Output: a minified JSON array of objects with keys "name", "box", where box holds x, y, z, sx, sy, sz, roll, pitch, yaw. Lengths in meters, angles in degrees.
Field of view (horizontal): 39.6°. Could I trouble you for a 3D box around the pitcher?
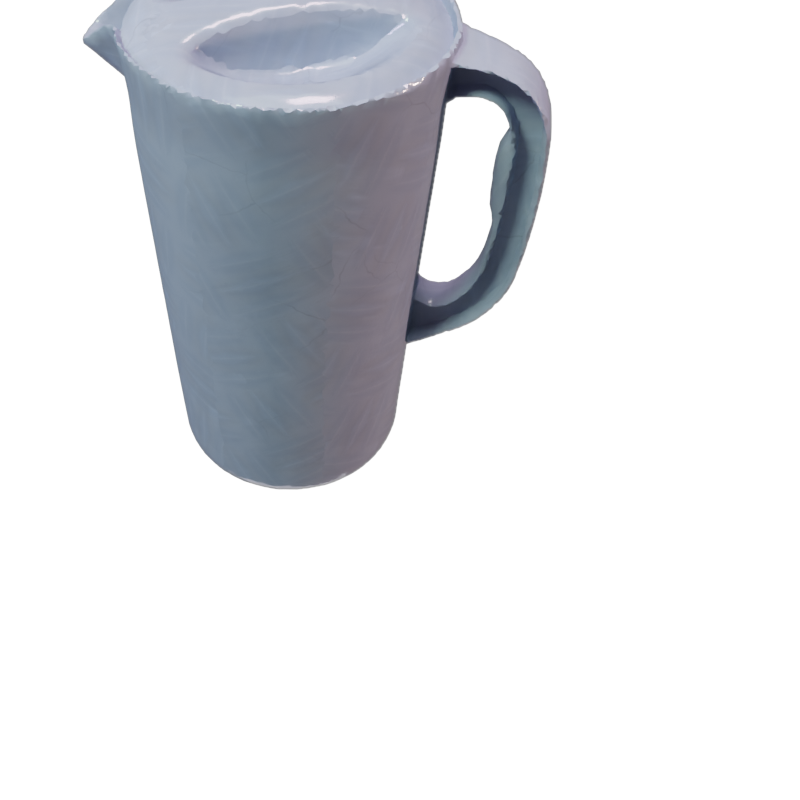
[{"name":"pitcher","box":[-0.039,-0.071,0.495,0.144,0.226,0.160,-26,52,-26]}]
